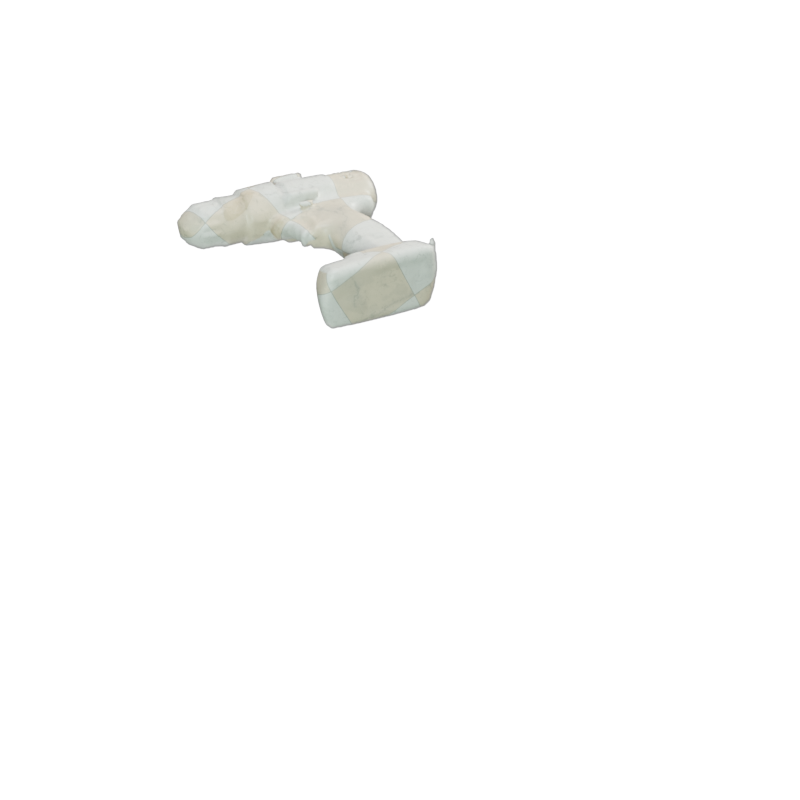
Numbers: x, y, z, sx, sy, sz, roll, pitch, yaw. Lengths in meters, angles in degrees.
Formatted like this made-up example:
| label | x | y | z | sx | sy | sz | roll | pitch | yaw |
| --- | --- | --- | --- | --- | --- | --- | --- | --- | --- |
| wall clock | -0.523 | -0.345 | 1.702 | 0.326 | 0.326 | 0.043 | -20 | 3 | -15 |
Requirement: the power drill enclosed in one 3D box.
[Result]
| label | x | y | z | sx | sy | sz | roll | pitch | yaw |
| --- | --- | --- | --- | --- | --- | --- | --- | --- | --- |
| power drill | -0.072 | -0.131 | 0.920 | 0.182 | 0.054 | 0.203 | -17 | 39 | -23 |
